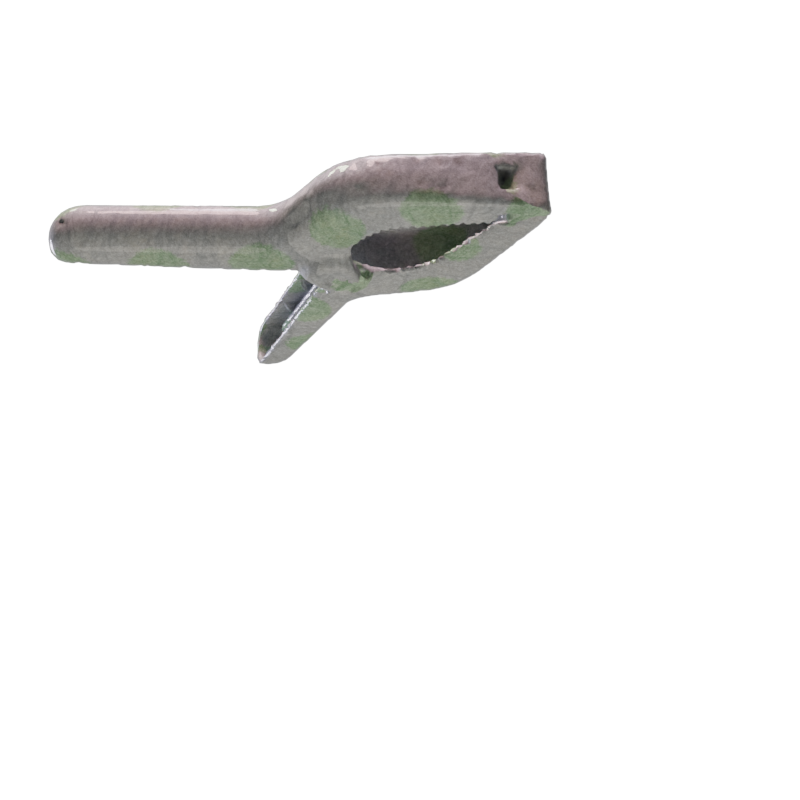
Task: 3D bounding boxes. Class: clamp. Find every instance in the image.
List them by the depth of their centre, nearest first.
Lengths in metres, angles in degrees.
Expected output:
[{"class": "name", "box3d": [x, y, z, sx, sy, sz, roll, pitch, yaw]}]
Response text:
[{"class": "clamp", "box3d": [-0.038, -0.070, 0.489, 0.213, 0.038, 0.154, -16, -25, 36]}]
